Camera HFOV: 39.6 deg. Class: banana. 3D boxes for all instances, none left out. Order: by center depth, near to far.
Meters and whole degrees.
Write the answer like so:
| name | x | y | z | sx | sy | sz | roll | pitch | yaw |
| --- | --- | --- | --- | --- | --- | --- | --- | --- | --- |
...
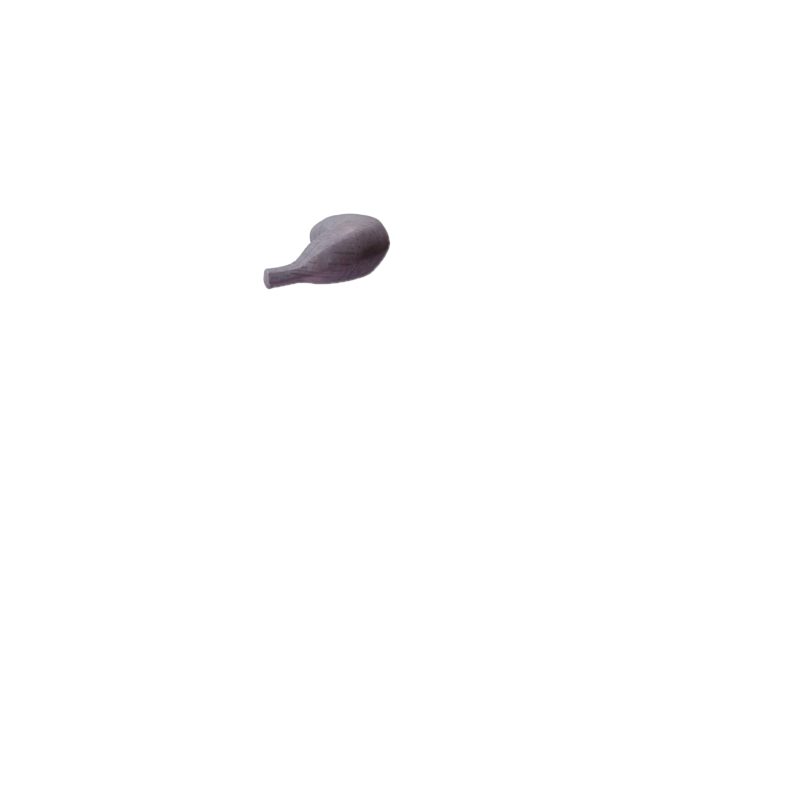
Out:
| name | x | y | z | sx | sy | sz | roll | pitch | yaw |
| --- | --- | --- | --- | --- | --- | --- | --- | --- | --- |
| banana | -0.041 | -0.106 | 0.744 | 0.070 | 0.036 | 0.201 | 1 | 14 | 5 |
